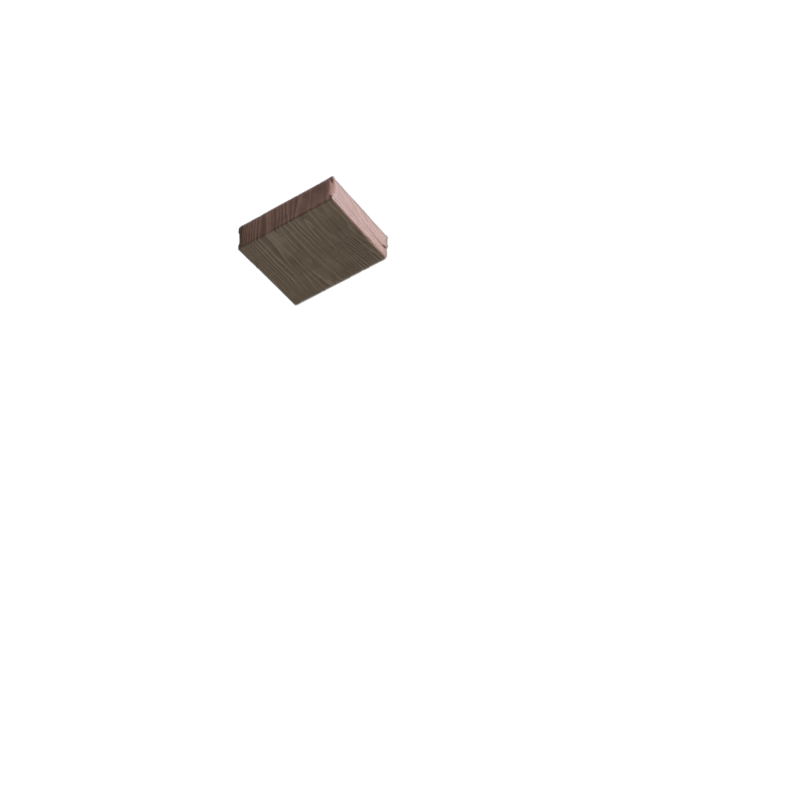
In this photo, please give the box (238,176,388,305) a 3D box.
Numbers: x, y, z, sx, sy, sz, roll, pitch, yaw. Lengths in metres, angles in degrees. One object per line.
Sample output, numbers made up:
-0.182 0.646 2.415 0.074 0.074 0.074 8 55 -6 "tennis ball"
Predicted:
-0.065 -0.119 0.831 0.089 0.032 0.068 -26 -50 23 "box"
